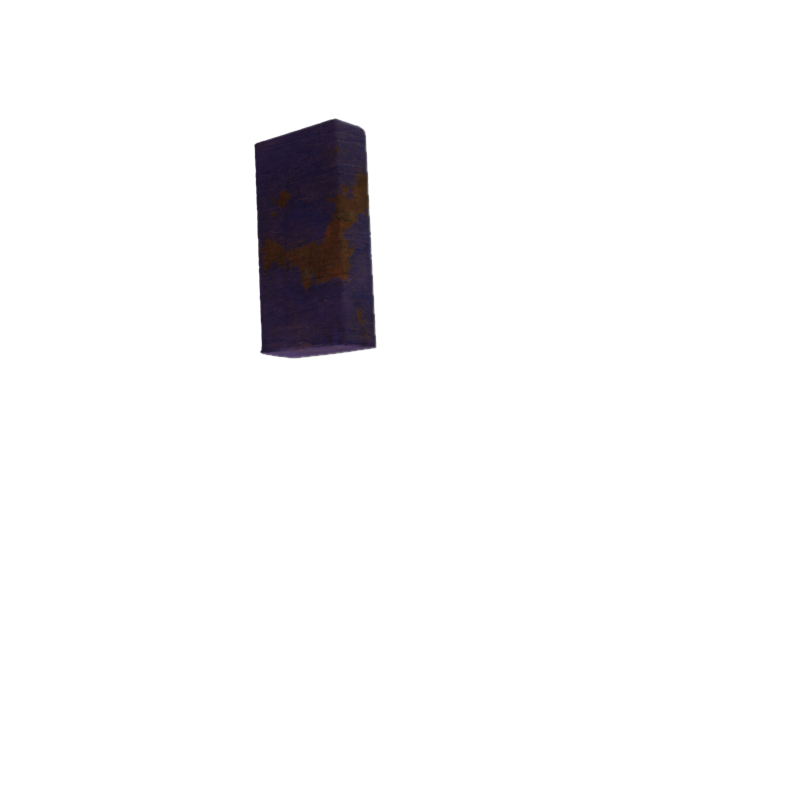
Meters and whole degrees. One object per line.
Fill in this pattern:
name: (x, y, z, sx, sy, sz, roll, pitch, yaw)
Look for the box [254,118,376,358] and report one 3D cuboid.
box: (-0.068, -0.125, 0.875, 0.096, 0.181, 0.045, -10, -15, 40)
